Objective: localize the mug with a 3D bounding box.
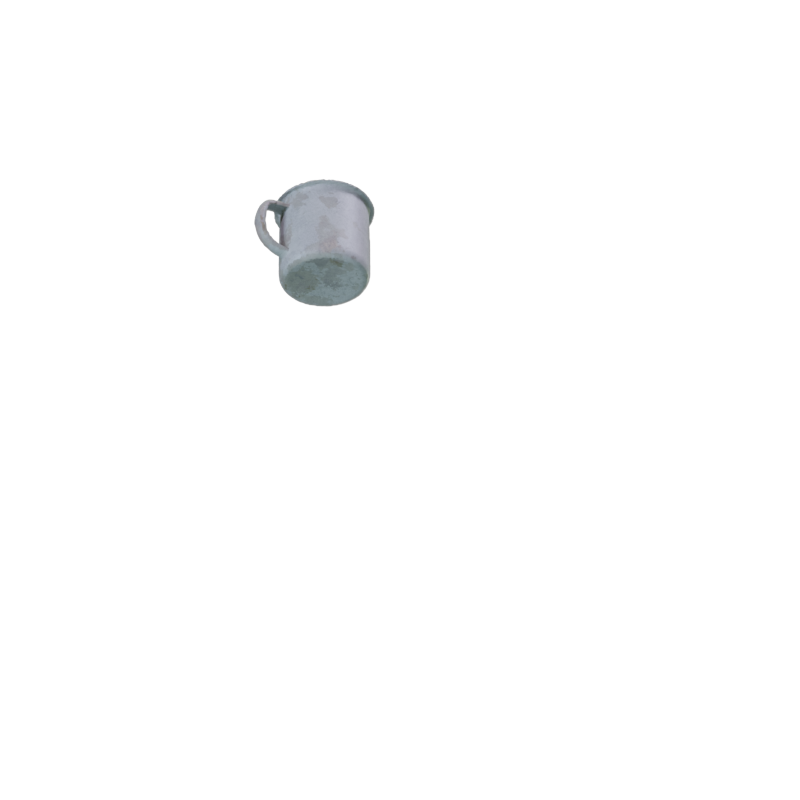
[{"bbox_3d":[-0.078,-0.142,0.997,0.111,0.087,0.092,22,-41,-29],"label":"mug"}]
